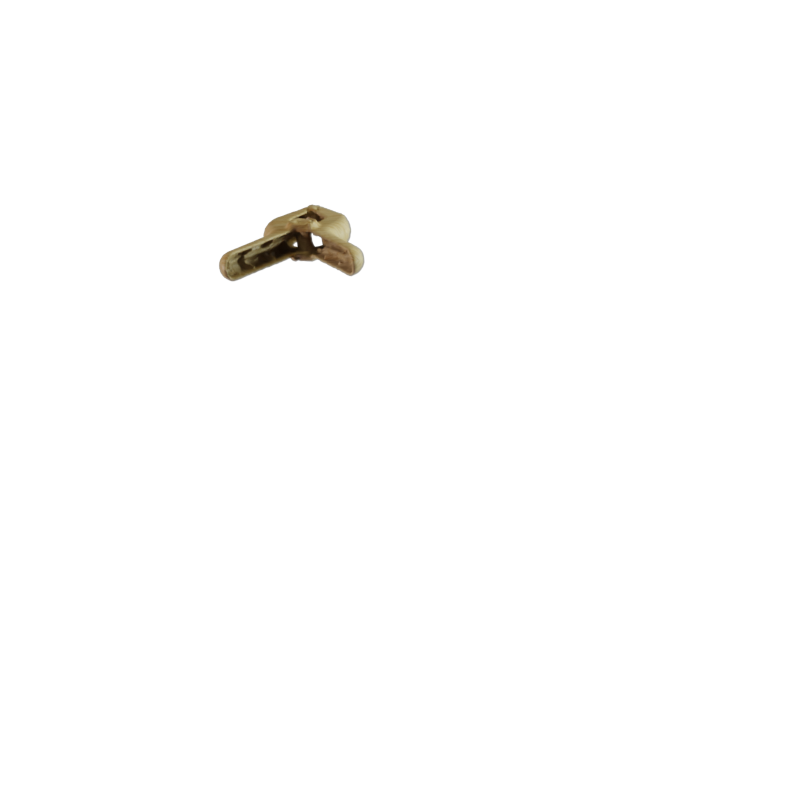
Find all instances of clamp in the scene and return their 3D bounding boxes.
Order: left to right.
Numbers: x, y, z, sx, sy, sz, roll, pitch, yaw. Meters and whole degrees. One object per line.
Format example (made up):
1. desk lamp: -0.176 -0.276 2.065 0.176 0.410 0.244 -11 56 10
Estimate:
1. clamp: -0.076 -0.139 0.976 0.123 0.037 0.176 6 26 12
